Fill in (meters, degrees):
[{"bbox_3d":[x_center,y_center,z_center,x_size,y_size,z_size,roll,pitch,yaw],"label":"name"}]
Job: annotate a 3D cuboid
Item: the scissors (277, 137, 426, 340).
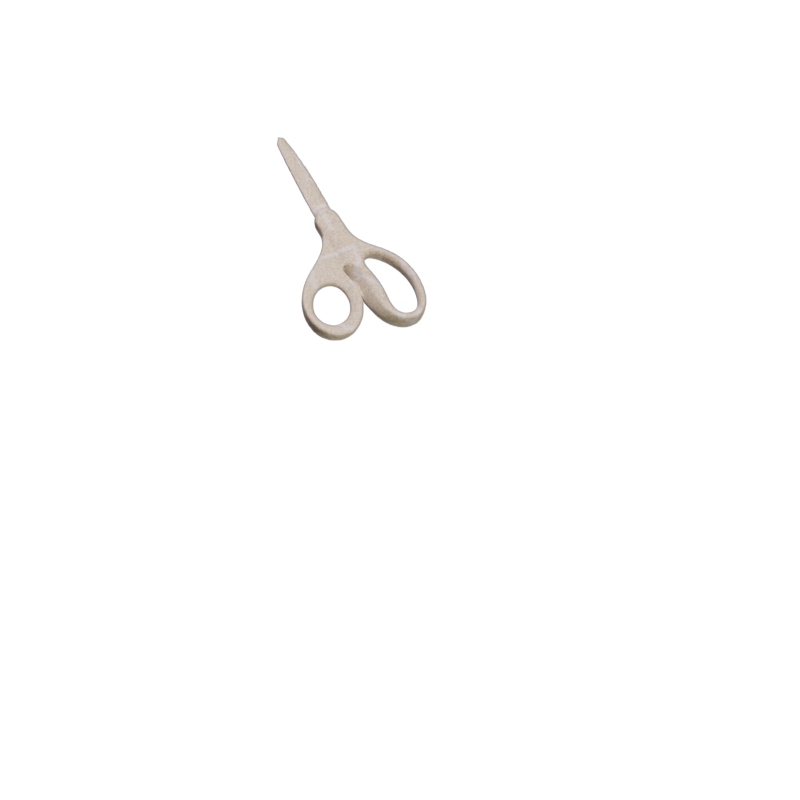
[{"bbox_3d":[-0.064,-0.118,0.823,0.096,0.215,0.015,-33,-30,-22],"label":"scissors"}]
